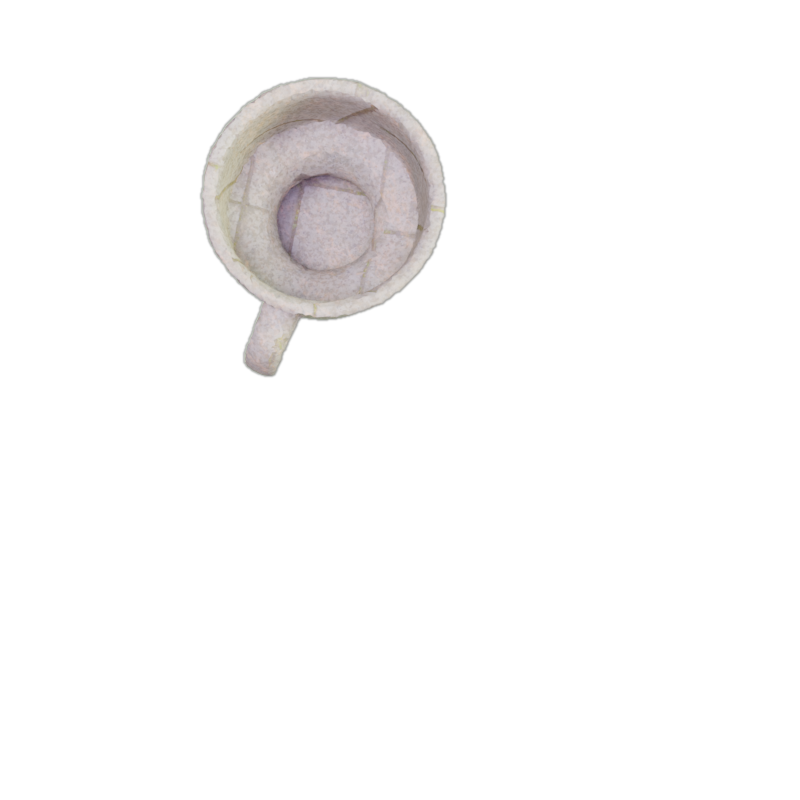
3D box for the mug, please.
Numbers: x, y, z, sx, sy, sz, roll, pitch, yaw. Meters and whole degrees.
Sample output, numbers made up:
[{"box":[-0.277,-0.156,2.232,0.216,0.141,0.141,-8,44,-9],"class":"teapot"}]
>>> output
[{"box":[-0.036,-0.065,0.457,0.094,0.119,0.080,19,-7,0],"class":"mug"}]
